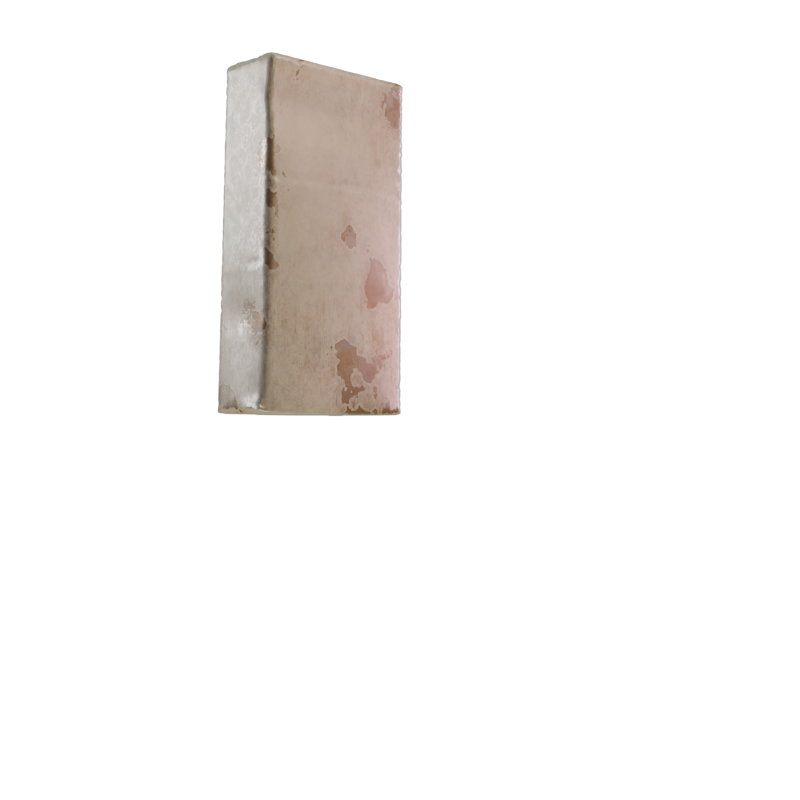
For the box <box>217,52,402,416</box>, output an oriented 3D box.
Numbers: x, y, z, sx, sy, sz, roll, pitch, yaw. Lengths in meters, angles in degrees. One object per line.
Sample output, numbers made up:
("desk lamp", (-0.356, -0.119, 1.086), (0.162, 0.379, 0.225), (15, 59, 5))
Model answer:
("box", (-0.045, -0.081, 0.569), (0.089, 0.180, 0.049), (6, -11, -42))
